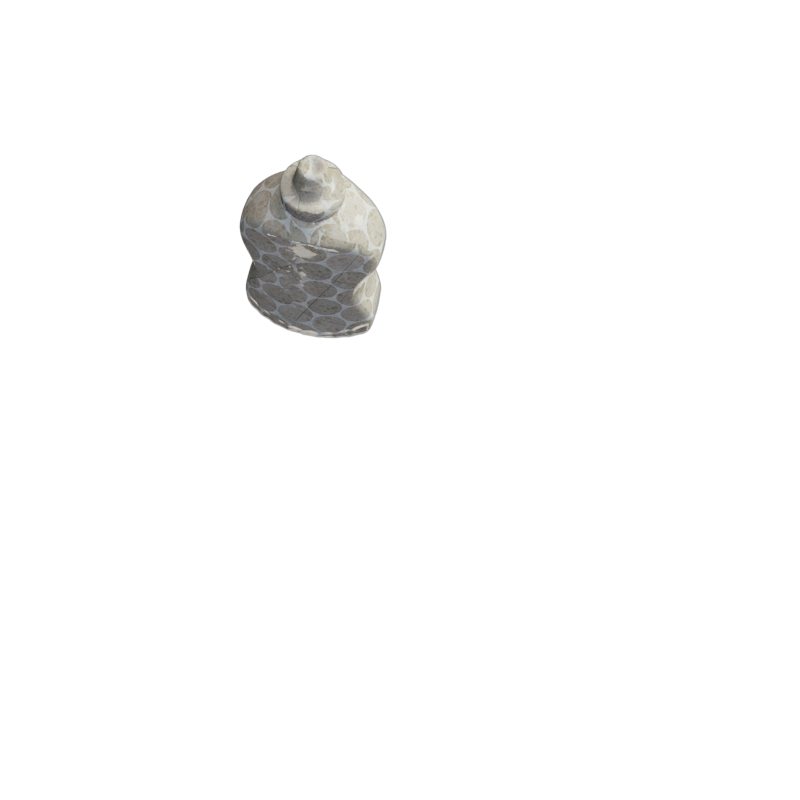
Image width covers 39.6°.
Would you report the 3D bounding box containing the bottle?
[{"bbox_3d":[-0.058,-0.106,0.743,0.097,0.061,0.182,17,-23,4],"label":"bottle"}]
